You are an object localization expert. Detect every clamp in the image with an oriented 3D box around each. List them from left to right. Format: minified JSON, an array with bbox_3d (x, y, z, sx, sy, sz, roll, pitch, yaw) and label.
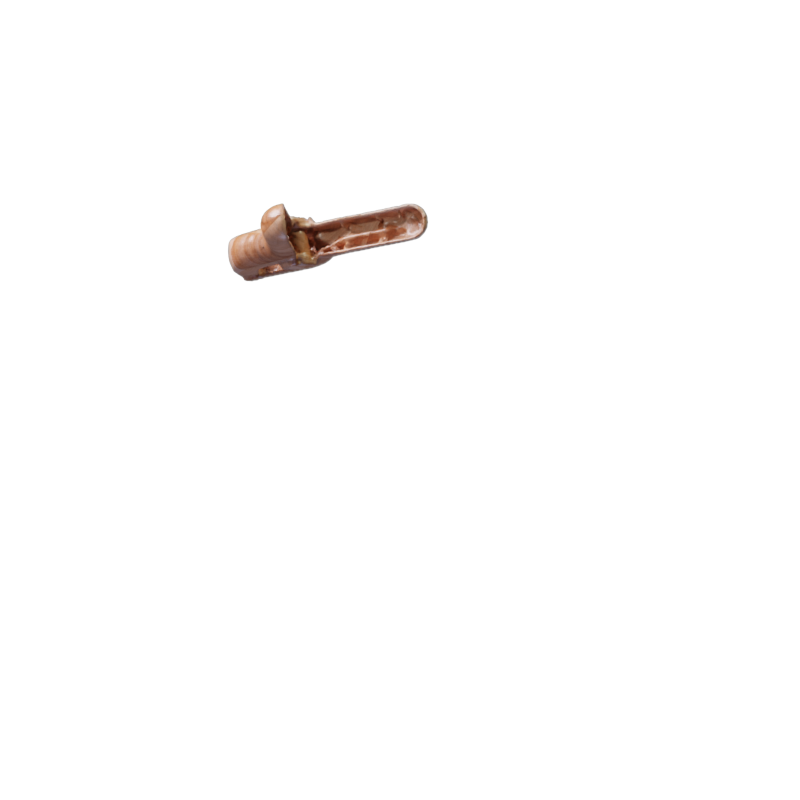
[{"bbox_3d":[-0.061,-0.112,0.784,0.117,0.040,0.174,1,-1,-23],"label":"clamp"}]
